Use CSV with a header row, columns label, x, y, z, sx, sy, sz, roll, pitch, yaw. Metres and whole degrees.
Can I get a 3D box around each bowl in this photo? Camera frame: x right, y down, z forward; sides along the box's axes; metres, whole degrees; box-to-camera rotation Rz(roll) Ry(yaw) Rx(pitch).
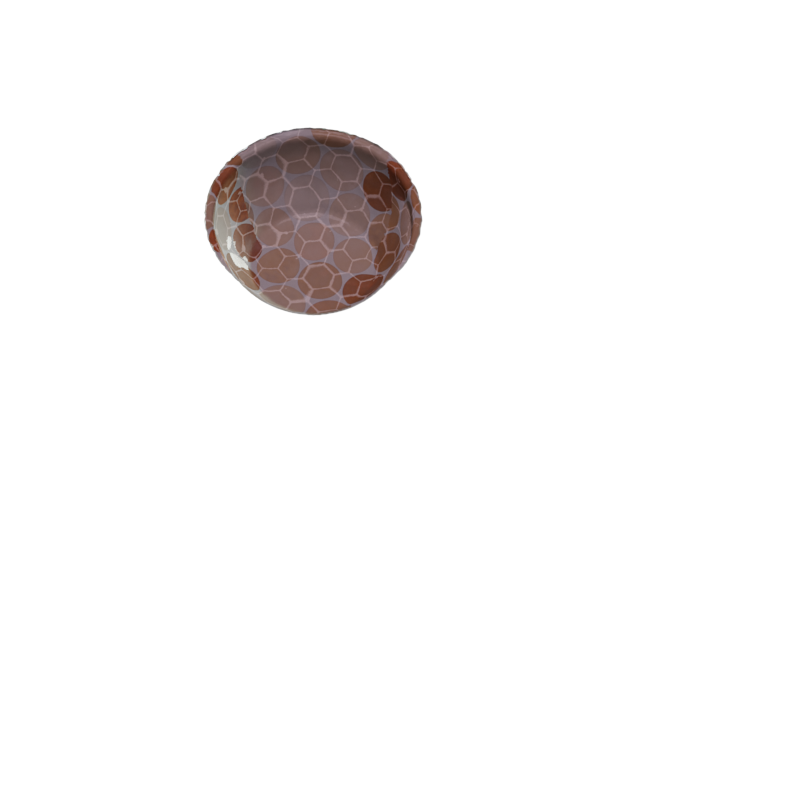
label,x,y,z,sx,sy,sz,roll,pitch,yaw
bowl,-0.063,-0.115,0.804,0.162,0.151,0.059,1,40,-1
